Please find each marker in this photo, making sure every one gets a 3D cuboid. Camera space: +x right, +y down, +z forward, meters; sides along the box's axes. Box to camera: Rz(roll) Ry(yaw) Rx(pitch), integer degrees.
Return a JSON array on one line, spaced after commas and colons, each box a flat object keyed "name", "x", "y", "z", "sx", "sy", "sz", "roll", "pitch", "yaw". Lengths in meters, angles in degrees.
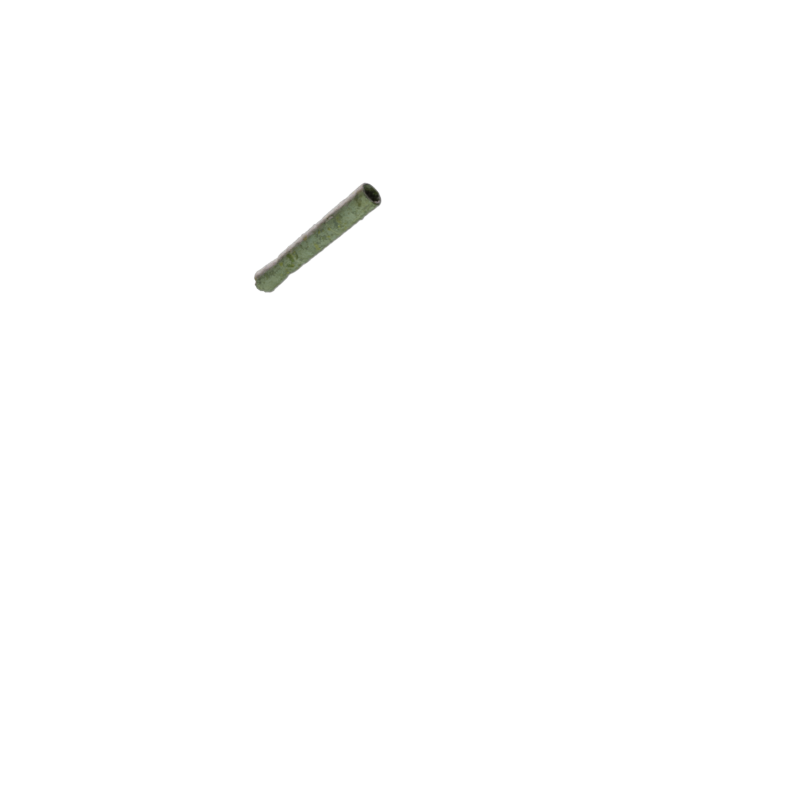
[{"name": "marker", "x": -0.061, "y": -0.111, "z": 0.777, "sx": 0.120, "sy": 0.021, "sz": 0.019, "roll": -34, "pitch": -17, "yaw": 33}]
